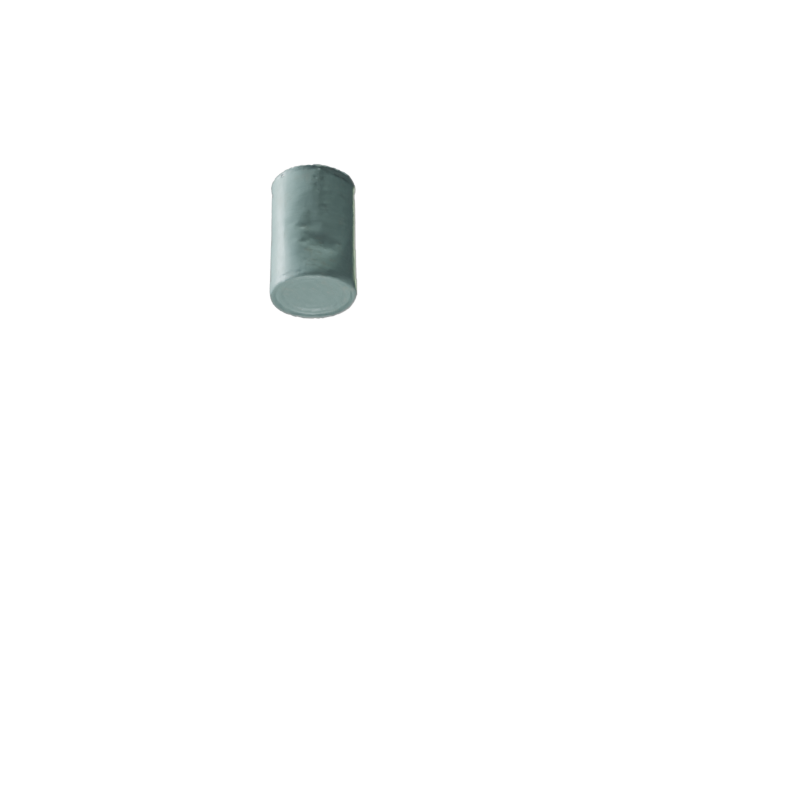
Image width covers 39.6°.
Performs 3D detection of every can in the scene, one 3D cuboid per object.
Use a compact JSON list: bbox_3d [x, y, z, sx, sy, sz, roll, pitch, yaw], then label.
[{"bbox_3d":[-0.068,-0.124,0.865,0.068,0.109,0.064,0,-30,-2],"label":"can"}]
